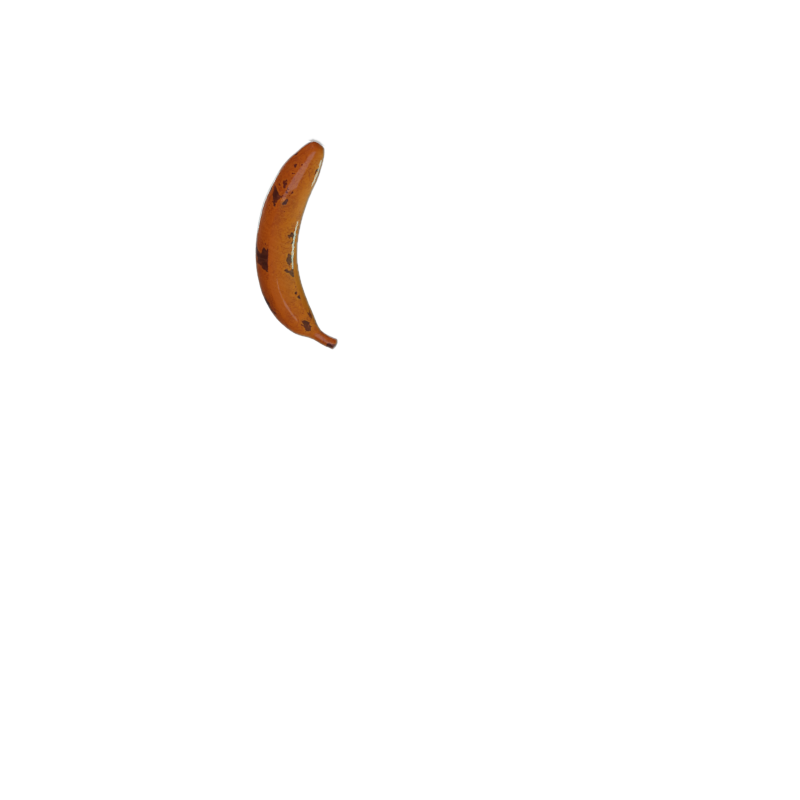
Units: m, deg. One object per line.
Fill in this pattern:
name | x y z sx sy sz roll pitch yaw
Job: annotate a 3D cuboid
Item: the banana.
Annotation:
banana | -0.096 -0.137 0.992 0.070 0.187 0.039 -3 25 0
